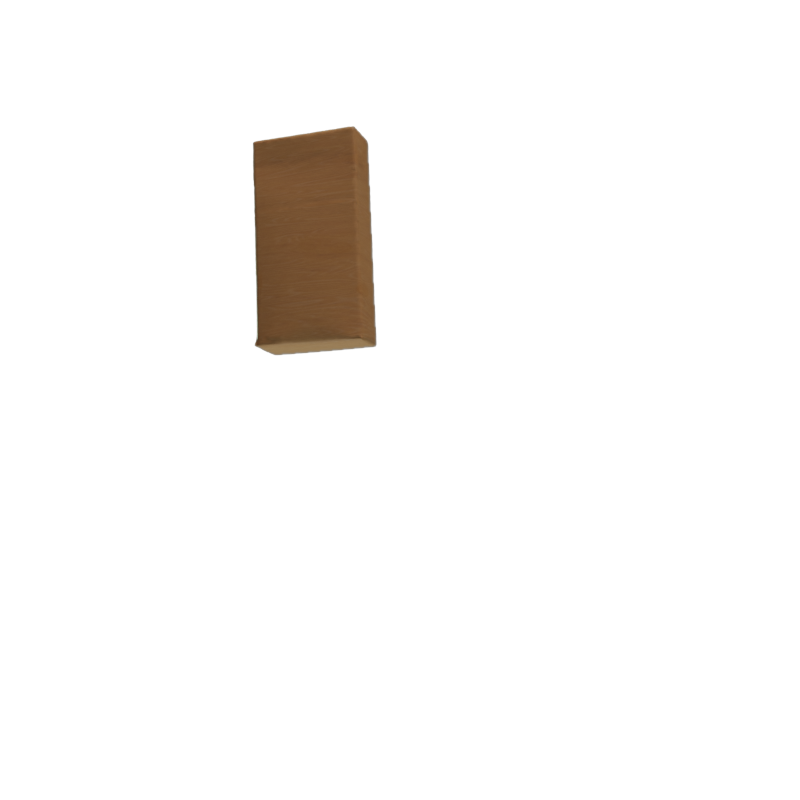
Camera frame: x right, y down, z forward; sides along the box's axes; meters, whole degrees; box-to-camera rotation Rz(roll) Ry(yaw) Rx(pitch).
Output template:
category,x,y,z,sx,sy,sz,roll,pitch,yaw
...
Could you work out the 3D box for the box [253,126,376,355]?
category,x,y,z,sx,sy,sz,roll,pitch,yaw
box,-0.071,-0.129,0.905,0.095,0.183,0.045,-6,-16,18
